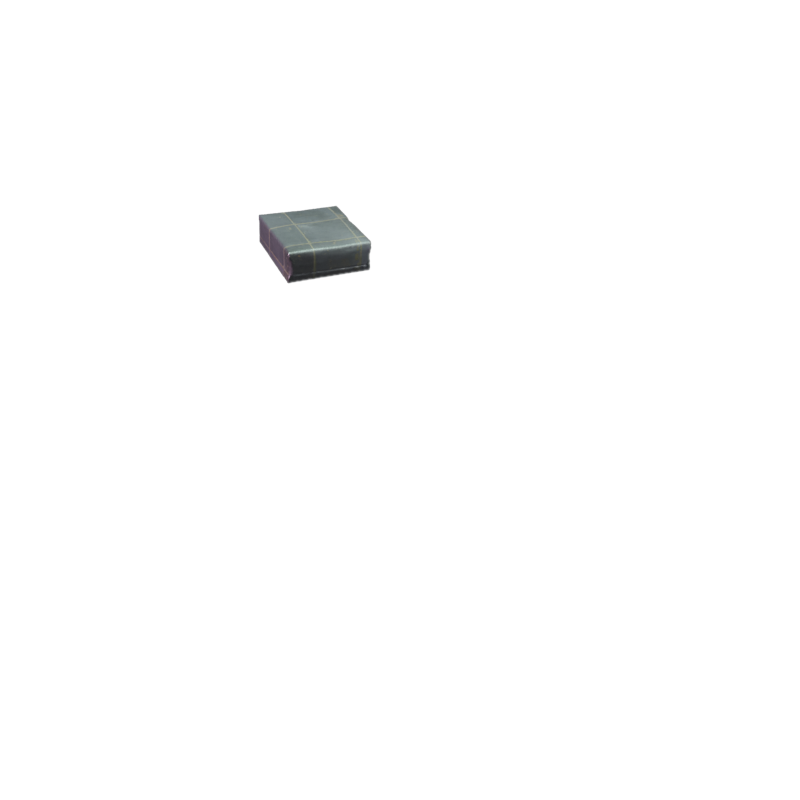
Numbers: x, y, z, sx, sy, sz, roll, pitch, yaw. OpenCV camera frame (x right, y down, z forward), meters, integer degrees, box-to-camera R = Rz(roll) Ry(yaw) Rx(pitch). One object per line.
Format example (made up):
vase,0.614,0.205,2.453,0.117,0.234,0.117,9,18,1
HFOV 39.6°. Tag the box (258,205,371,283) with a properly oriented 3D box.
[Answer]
box,-0.074,-0.134,0.942,0.072,0.028,0.096,-10,31,-18
